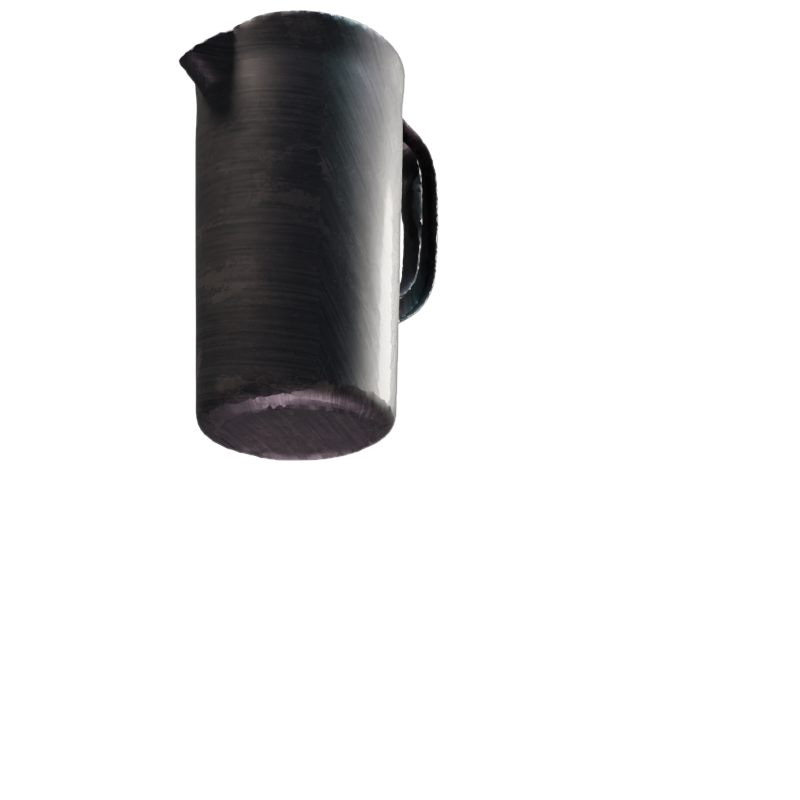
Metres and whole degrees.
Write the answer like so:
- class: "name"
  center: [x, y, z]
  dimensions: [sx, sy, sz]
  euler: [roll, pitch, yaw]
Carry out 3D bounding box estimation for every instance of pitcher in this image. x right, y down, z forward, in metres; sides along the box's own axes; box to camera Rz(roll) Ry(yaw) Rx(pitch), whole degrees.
- class: "pitcher"
  center: [-0.051, -0.093, 0.653]
  dimensions: [0.150, 0.257, 0.136]
  euler: [-4, -25, 4]
